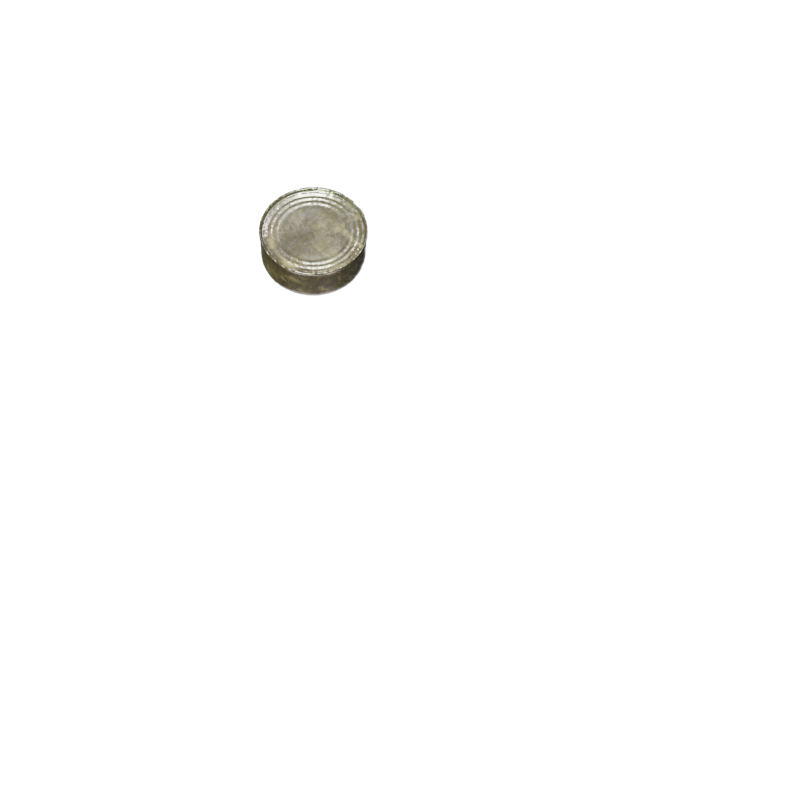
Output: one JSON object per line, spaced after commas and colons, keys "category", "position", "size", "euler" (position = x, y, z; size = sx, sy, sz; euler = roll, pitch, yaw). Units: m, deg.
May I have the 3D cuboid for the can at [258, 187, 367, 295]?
{"category": "can", "position": [-0.069, -0.126, 0.885], "size": [0.086, 0.092, 0.031], "euler": [-1, -34, -1]}
